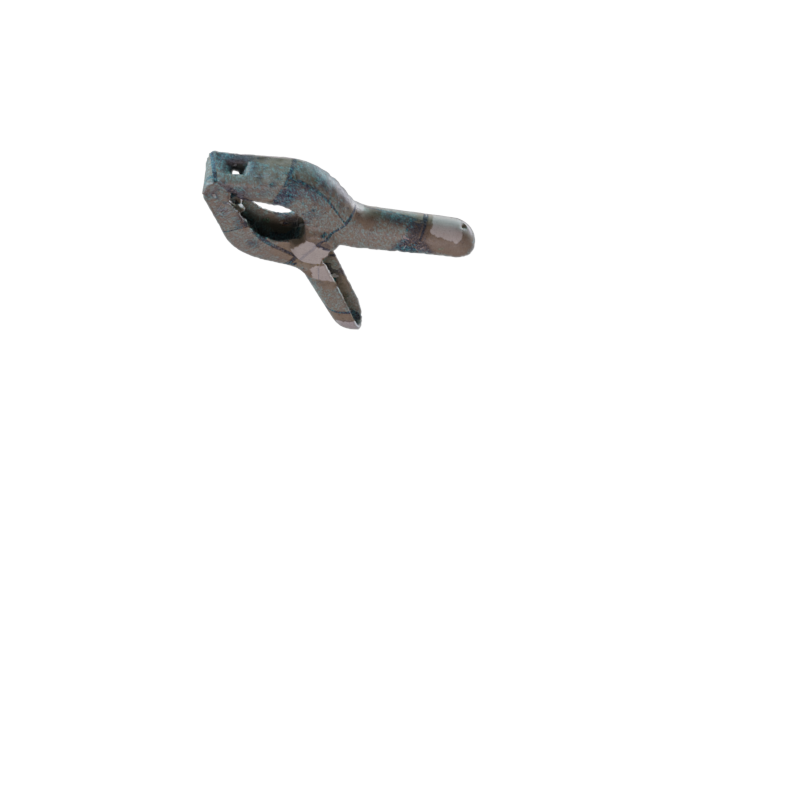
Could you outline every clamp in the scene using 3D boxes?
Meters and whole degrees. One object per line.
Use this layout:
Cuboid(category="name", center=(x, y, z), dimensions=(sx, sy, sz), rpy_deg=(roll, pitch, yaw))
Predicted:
Cuboid(category="clamp", center=(-0.054, -0.098, 0.688), dimensions=(0.164, 0.042, 0.117), rpy_deg=(22, -47, -23))
